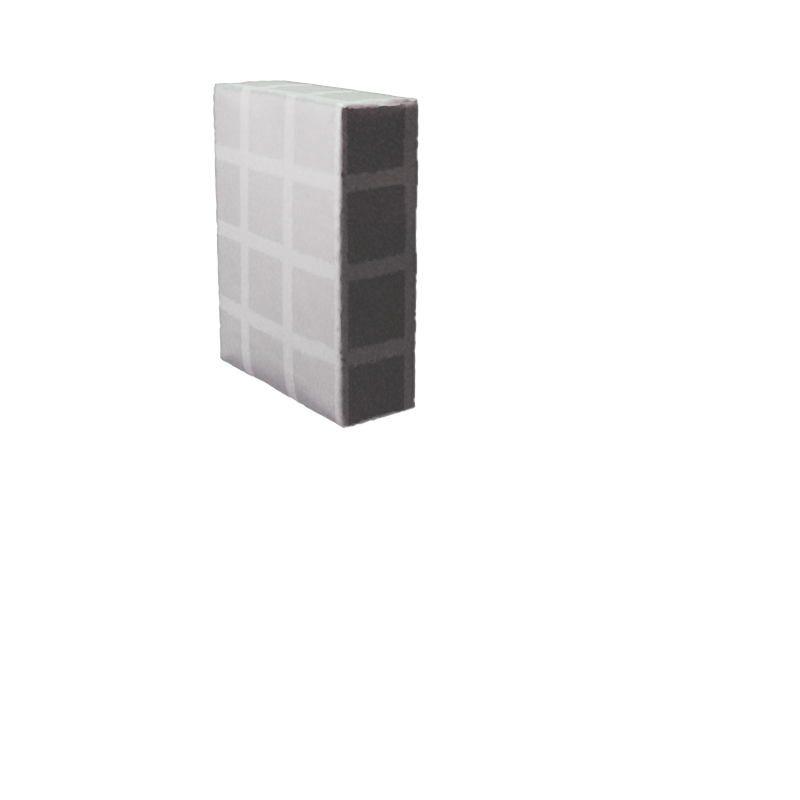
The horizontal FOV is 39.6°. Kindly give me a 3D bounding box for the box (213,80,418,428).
[{"bbox_3d":[-0.061,-0.111,0.777,0.070,0.206,0.174,-10,20,-35],"label":"box"}]
